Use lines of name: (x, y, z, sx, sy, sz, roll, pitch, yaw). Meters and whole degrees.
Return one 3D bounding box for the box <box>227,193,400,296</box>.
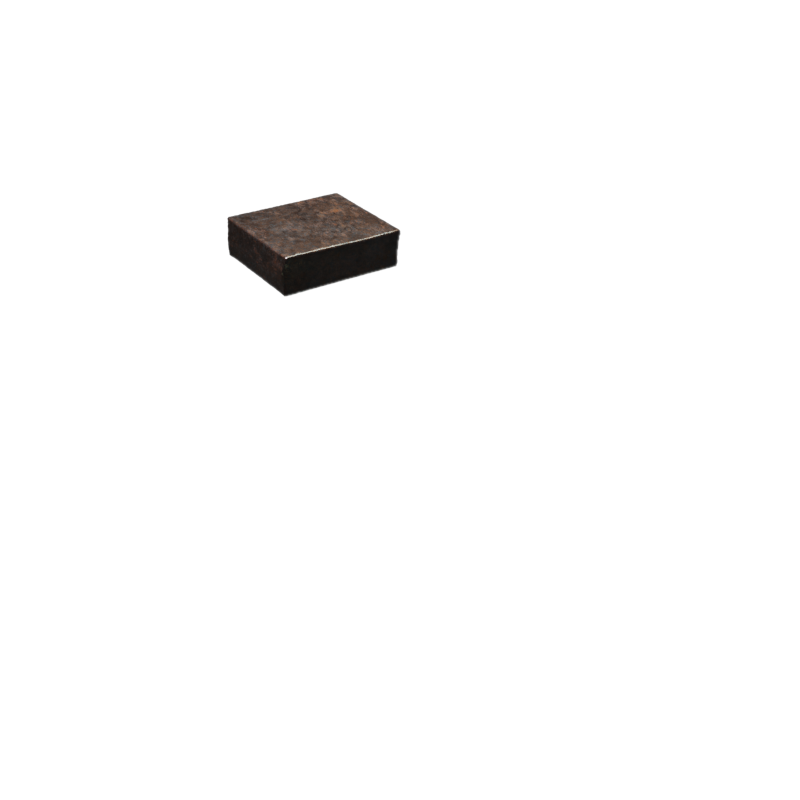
box: (-0.071, -0.129, 0.901, 0.112, 0.037, 0.096, -21, 37, -30)
